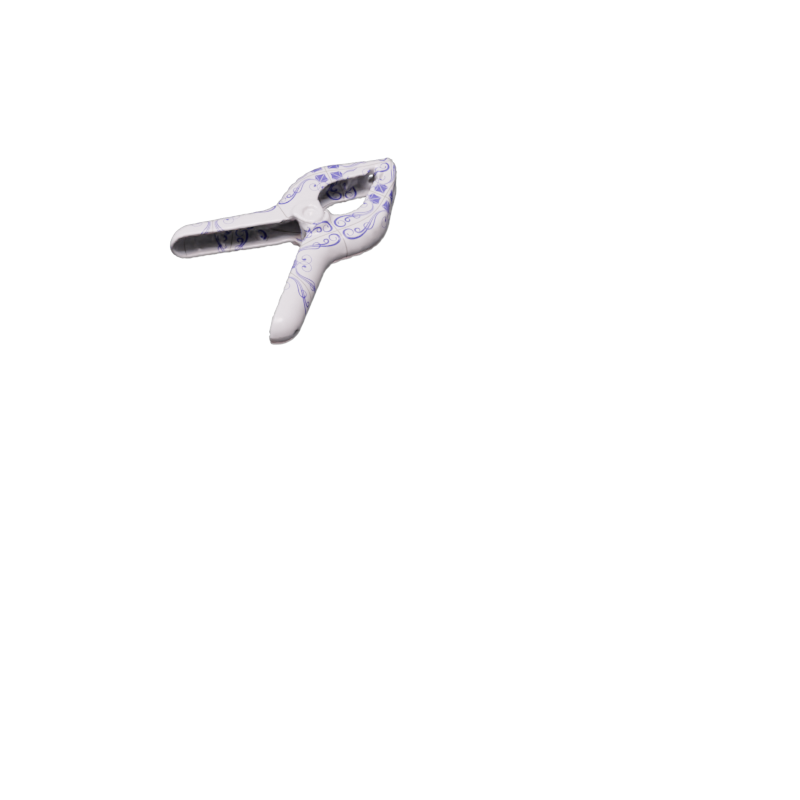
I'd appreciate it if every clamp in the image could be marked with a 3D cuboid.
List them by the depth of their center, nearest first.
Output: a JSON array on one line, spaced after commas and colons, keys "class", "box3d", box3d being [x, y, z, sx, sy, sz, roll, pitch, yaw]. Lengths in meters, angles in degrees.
[{"class": "clamp", "box3d": [-0.061, -0.110, 0.773, 0.171, 0.128, 0.037, -31, -27, -18]}]
